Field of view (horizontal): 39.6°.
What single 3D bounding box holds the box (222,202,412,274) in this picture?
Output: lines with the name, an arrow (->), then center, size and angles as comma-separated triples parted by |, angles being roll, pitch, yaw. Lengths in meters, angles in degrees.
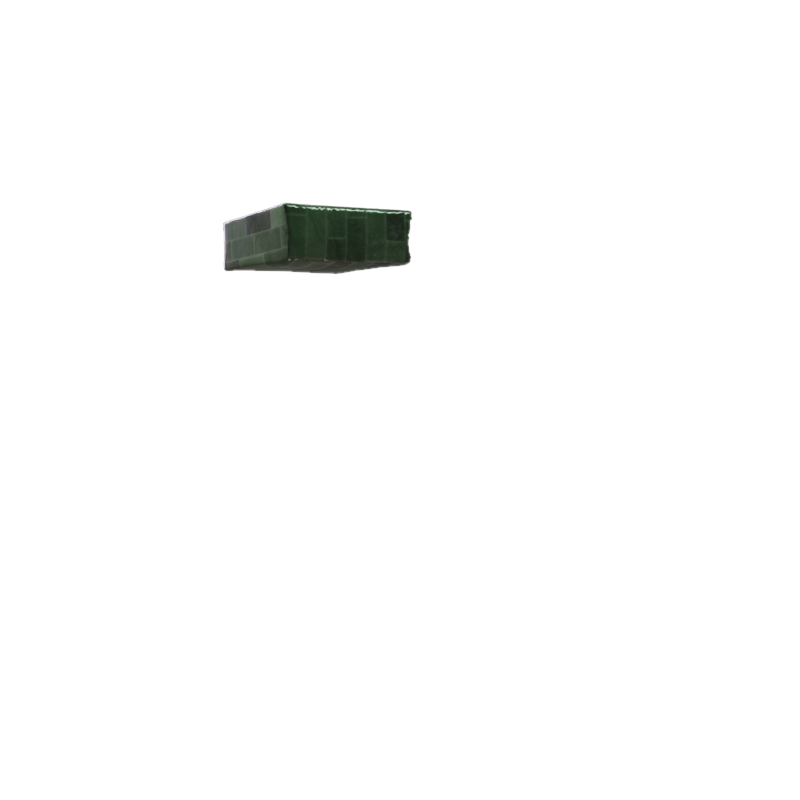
box -> -0.058, -0.105, 0.734 | 0.087, 0.039, 0.117 | -2, 4, -27
